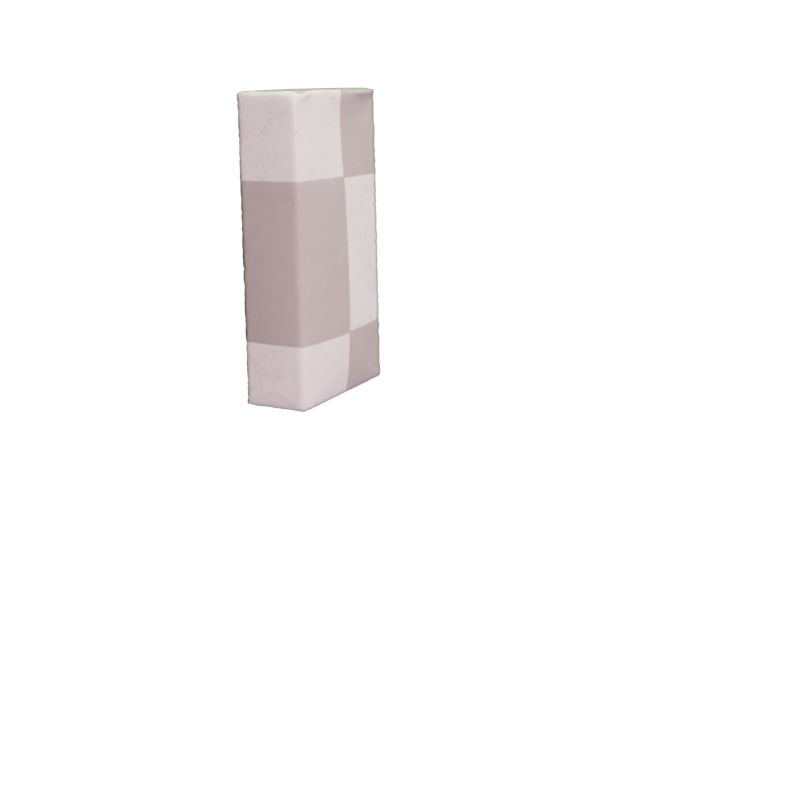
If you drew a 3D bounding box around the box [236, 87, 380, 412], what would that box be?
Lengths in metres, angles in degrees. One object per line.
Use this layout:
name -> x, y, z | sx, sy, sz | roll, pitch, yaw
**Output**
box -> -0.050, -0.092, 0.642 | 0.050, 0.172, 0.092 | 6, 13, 27
